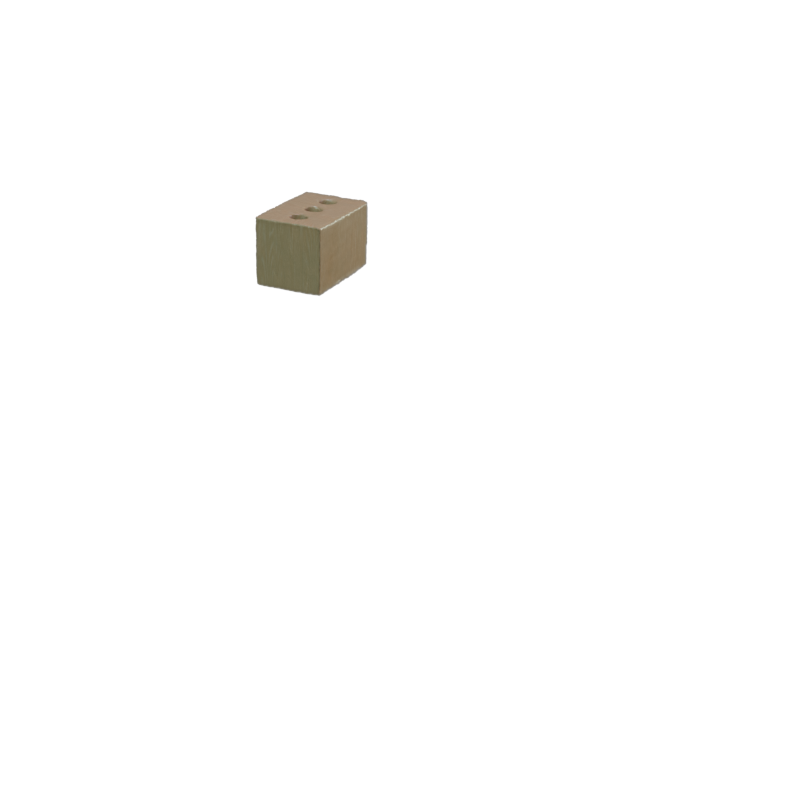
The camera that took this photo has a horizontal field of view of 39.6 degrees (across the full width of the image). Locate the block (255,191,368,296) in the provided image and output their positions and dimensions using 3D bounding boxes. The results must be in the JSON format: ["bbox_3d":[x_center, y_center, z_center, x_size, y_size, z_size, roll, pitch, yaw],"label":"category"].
[{"bbox_3d":[-0.063,-0.114,0.799,0.055,0.049,0.079,11,25,22],"label":"block"}]
